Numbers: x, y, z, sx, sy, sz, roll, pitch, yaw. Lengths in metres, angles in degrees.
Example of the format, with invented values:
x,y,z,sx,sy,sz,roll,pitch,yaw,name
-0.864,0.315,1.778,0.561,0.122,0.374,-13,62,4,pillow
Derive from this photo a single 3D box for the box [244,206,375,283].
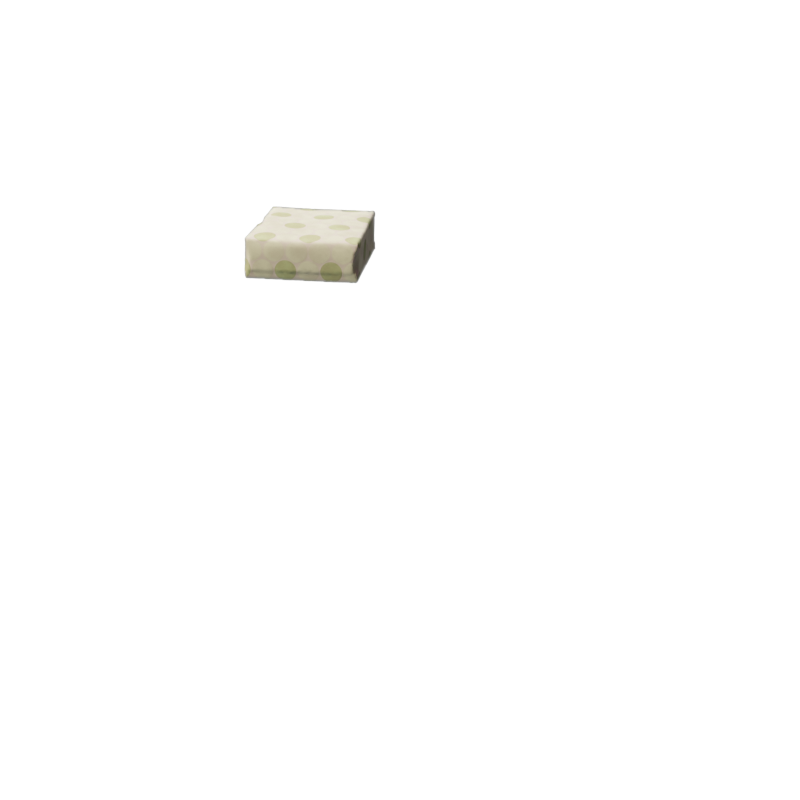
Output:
x,y,z,sx,sy,sz,roll,pitch,yaw,name
-0.057,-0.105,0.733,0.074,0.029,0.092,3,23,8,box
